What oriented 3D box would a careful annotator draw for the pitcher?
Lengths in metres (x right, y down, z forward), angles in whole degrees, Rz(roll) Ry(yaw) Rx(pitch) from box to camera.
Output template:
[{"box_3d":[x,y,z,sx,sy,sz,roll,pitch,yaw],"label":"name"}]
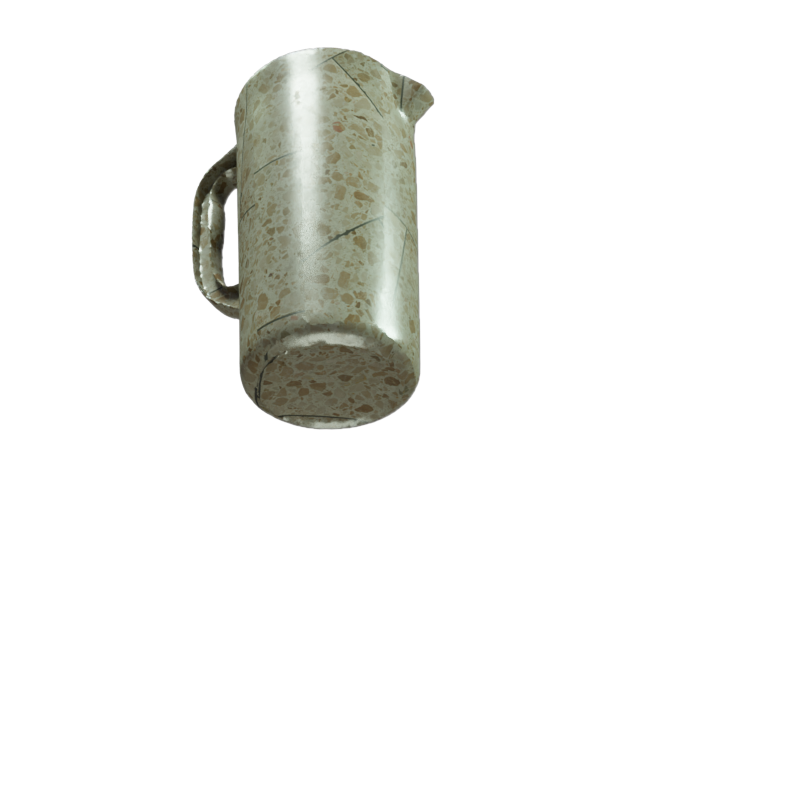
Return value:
[{"box_3d":[-0.058,-0.105,0.736,0.141,0.261,0.143,11,-40,-16],"label":"pitcher"}]
